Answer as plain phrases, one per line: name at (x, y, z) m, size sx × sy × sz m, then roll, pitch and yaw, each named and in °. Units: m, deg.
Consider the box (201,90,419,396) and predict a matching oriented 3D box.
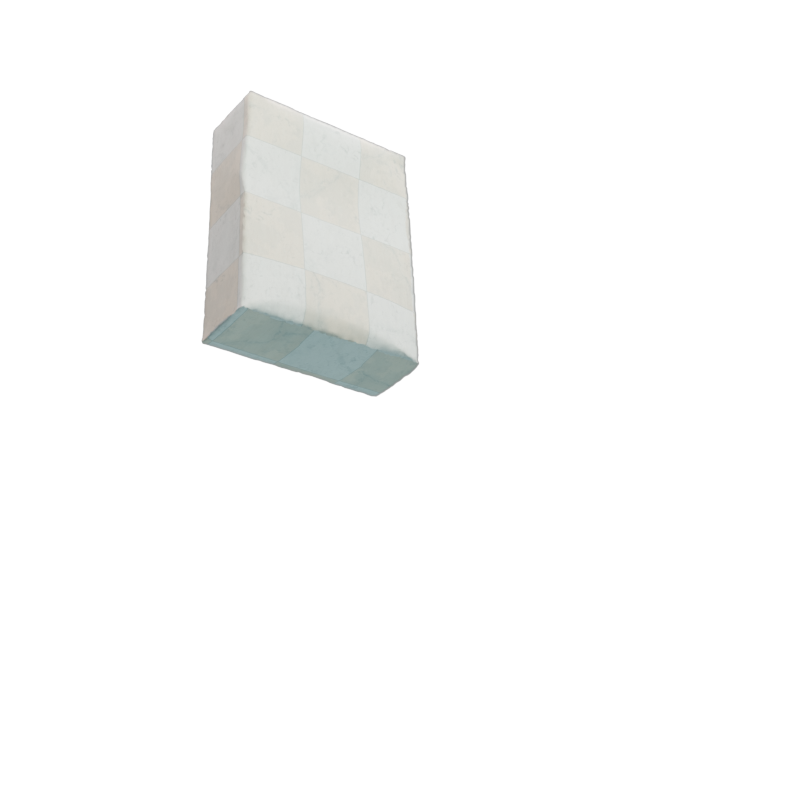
box at (-0.070, -0.128, 0.898) m, size 0.156 × 0.228 × 0.071 m, roll 18°, pitch -38°, yaw -29°
